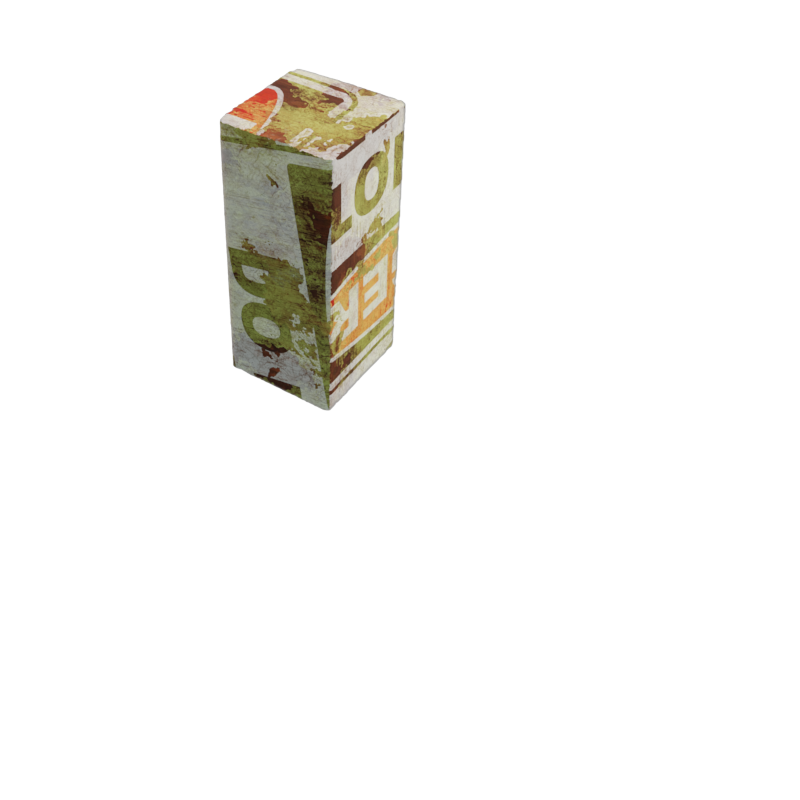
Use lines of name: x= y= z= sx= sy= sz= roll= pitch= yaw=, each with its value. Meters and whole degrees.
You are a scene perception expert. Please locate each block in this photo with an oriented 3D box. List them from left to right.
block: x=-0.060 y=-0.110 z=0.765 sx=0.095 sy=0.192 sz=0.092 roll=23 pitch=44 yaw=23
